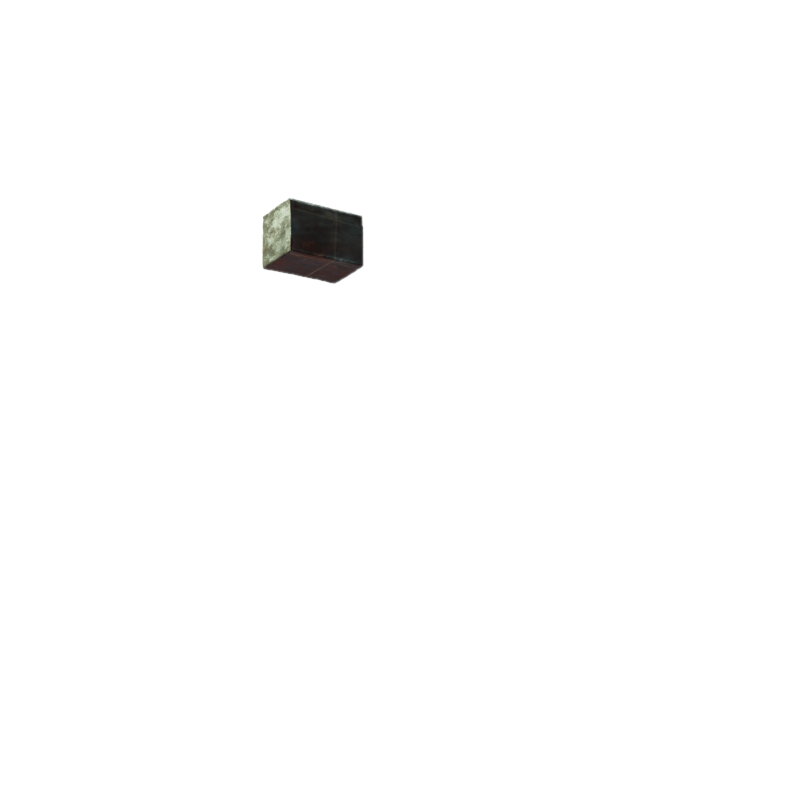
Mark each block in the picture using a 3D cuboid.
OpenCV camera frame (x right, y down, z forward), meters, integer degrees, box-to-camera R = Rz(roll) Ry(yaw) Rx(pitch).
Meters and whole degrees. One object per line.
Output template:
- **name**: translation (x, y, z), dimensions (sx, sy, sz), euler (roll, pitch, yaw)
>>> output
- **block**: translation (-0.078, -0.142, 0.995), dimensions (0.074, 0.054, 0.053), euler (11, -22, -31)
